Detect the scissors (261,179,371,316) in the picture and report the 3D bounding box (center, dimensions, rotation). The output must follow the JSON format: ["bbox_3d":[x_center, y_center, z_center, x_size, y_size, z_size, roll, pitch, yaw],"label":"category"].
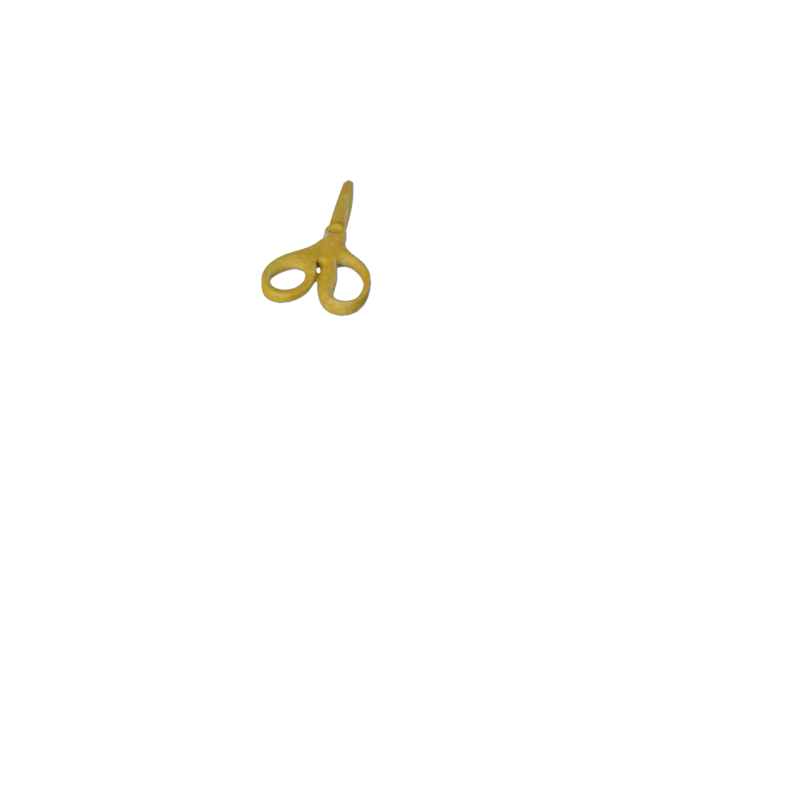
[{"bbox_3d":[-0.073,-0.133,0.935,0.095,0.015,0.217,-5,38,-7],"label":"scissors"}]
